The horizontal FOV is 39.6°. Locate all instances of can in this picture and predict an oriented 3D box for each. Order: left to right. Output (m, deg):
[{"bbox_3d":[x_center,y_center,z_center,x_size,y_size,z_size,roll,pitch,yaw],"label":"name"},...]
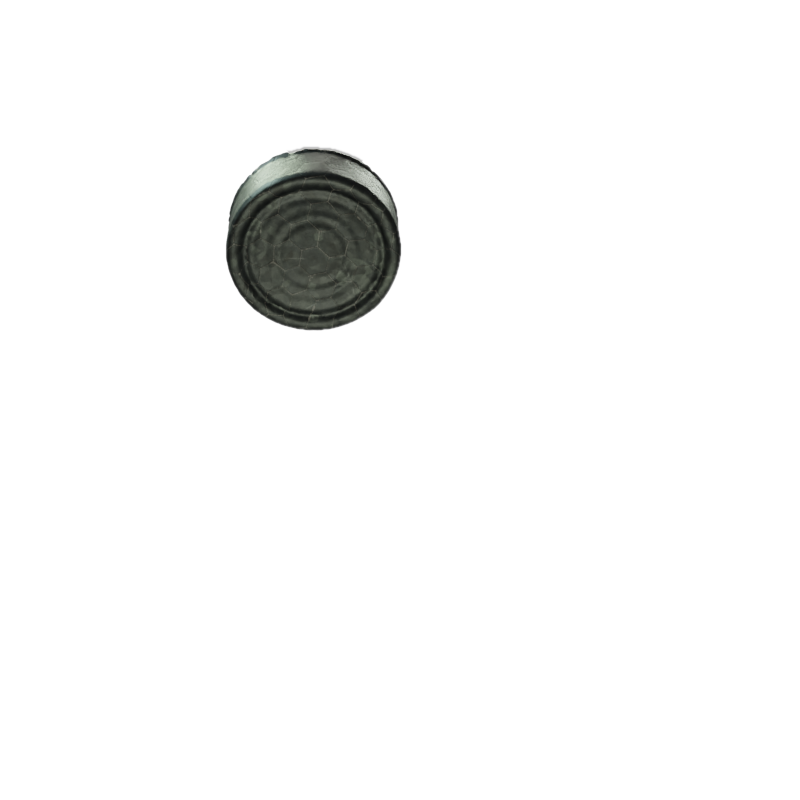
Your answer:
[{"bbox_3d":[-0.043,-0.078,0.544,0.086,0.081,0.036,1,28,-1],"label":"can"}]
